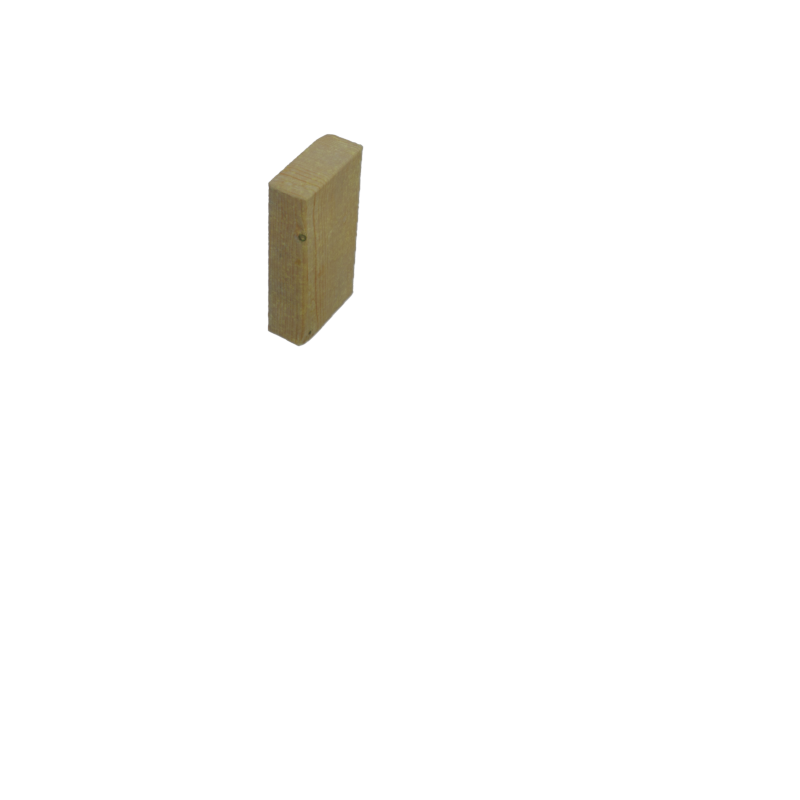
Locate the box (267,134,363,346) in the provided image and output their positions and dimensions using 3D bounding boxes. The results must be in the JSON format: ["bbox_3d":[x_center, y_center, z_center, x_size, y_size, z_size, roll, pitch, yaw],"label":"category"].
[{"bbox_3d":[-0.077,-0.141,0.985,0.050,0.164,0.096,23,47,20],"label":"box"}]
